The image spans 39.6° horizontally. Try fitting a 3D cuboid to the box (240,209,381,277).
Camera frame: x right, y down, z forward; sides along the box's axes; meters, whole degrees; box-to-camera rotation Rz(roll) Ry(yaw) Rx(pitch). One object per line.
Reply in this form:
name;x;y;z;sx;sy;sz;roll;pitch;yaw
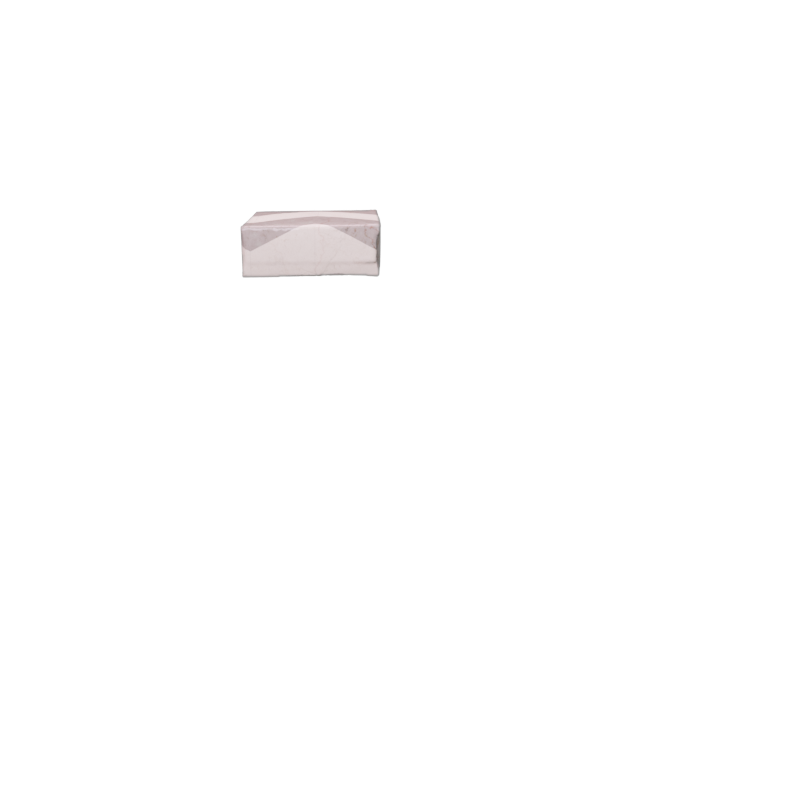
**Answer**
box;-0.059;-0.108;0.757;0.090;0.038;0.116;0;12;-1
